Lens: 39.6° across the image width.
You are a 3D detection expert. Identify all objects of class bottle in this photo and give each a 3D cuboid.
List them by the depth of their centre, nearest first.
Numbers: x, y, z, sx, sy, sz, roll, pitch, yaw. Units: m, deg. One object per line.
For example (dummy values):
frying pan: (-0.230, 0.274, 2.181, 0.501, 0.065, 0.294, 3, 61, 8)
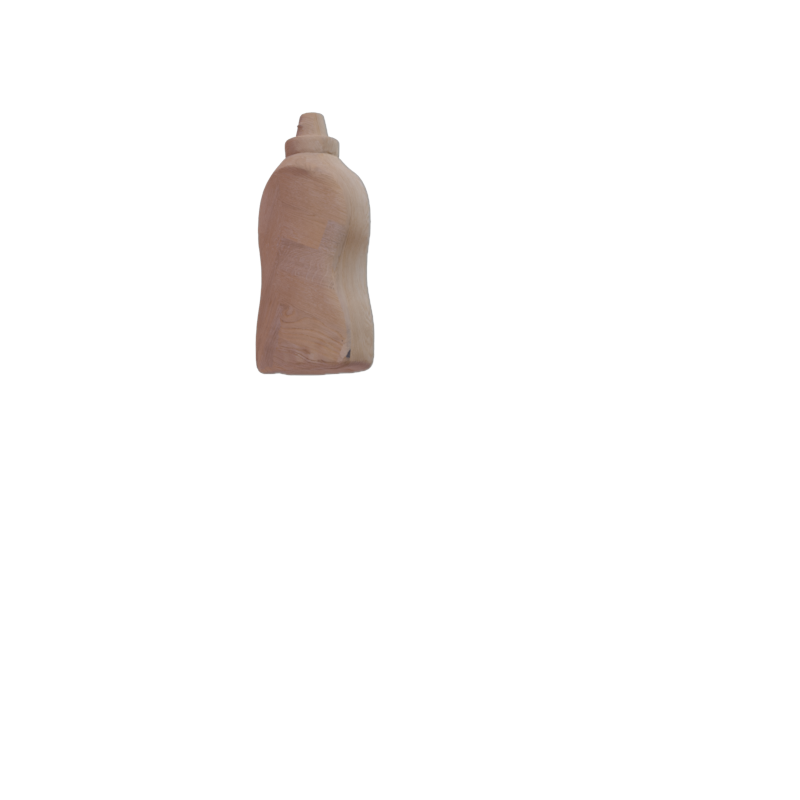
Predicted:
bottle: (-0.064, -0.116, 0.811, 0.055, 0.196, 0.099, 8, -12, -44)
